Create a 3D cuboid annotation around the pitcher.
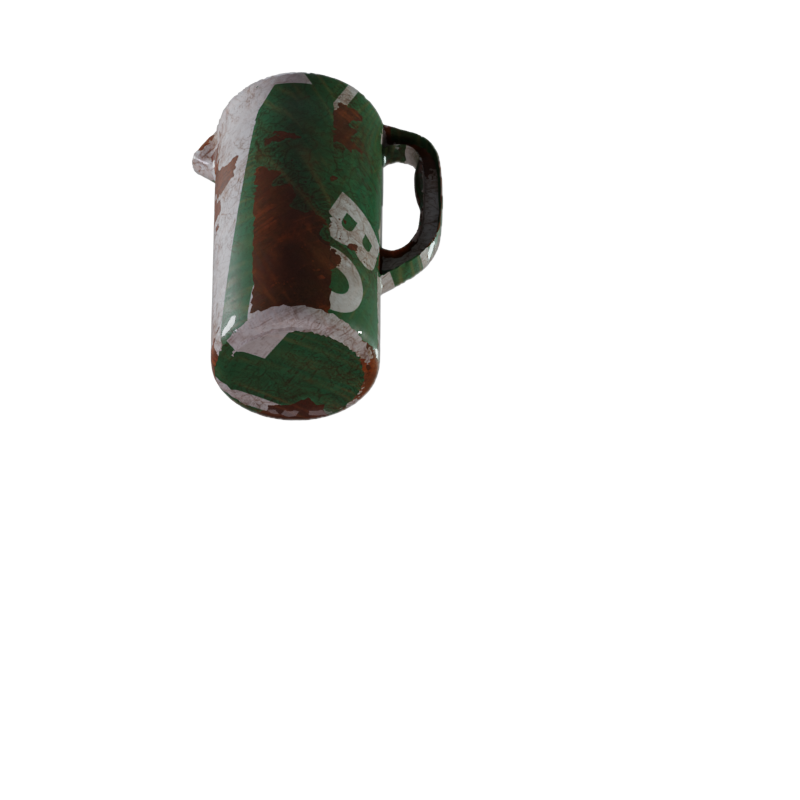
[{"bbox_3d":[-0.061,-0.112,0.782,0.136,0.261,0.147,31,-52,-32],"label":"pitcher"}]
